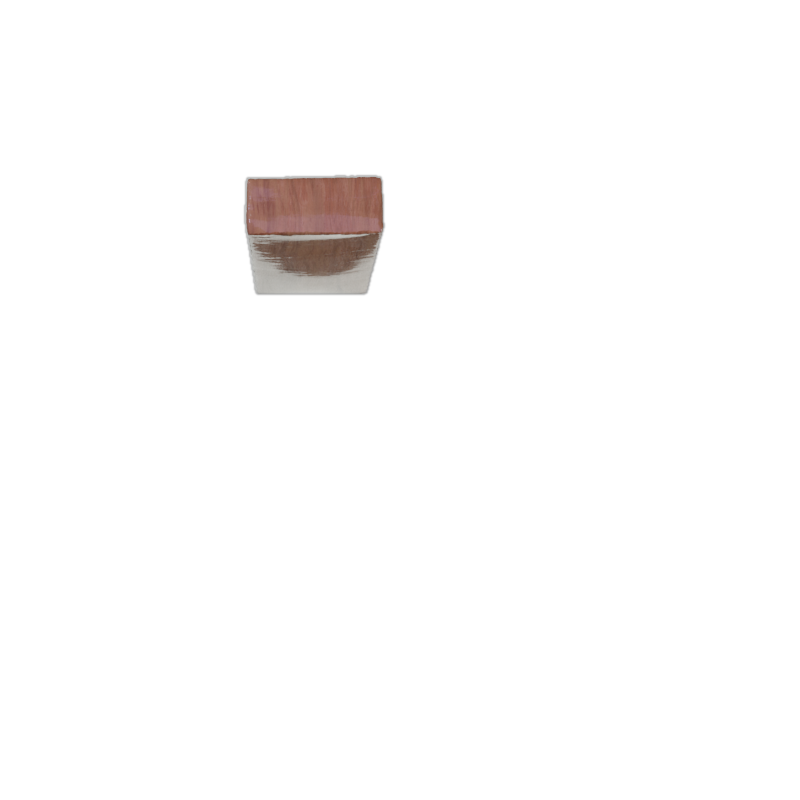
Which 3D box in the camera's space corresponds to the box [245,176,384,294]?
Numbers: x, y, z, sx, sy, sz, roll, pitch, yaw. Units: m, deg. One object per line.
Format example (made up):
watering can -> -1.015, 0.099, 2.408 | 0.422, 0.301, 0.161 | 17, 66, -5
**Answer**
box -> -0.064, -0.116, 0.814 | 0.093, 0.049, 0.172 | -1, -6, -4
